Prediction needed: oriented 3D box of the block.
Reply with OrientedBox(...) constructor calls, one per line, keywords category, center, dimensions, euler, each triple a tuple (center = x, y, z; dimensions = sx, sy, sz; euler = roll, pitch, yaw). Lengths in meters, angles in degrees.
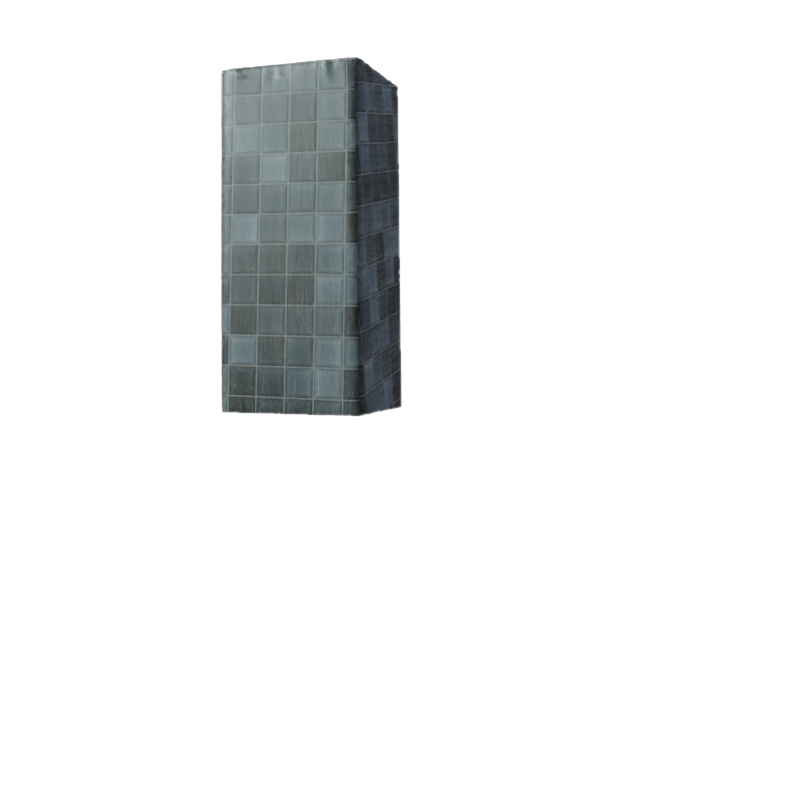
OrientedBox(category="block", center=(-0.054, -0.098, 0.687), dimensions=(0.093, 0.208, 0.087), euler=(-1, -3, 18))
